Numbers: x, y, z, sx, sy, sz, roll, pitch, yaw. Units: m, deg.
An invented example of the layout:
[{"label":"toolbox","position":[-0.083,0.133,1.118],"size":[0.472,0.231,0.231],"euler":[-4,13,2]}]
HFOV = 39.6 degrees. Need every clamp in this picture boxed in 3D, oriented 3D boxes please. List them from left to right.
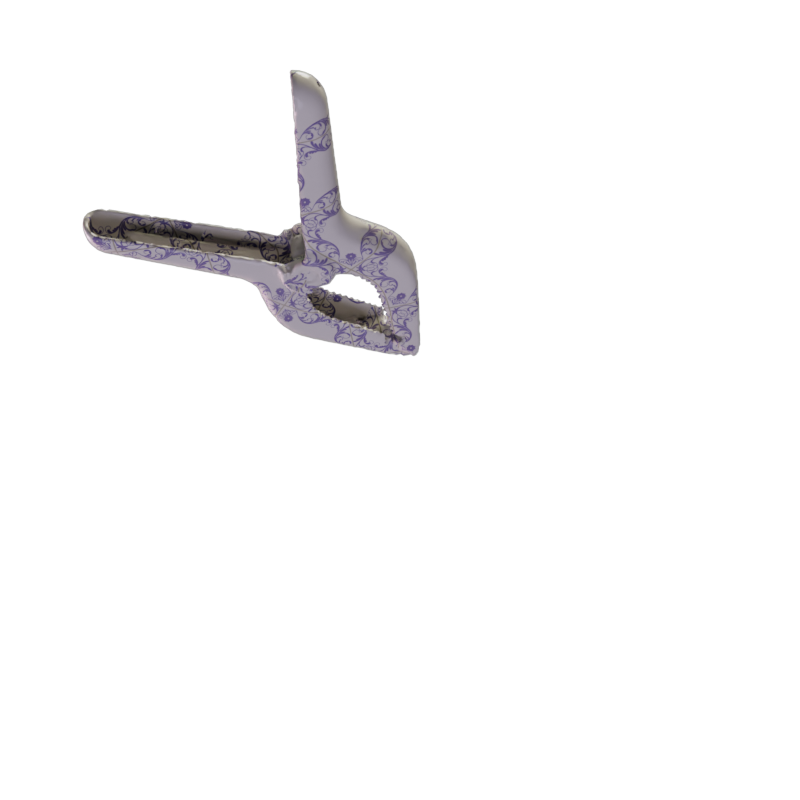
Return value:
[{"label":"clamp","position":[-0.049,-0.090,0.627],"size":[0.197,0.039,0.163],"euler":[32,-49,-33]}]
